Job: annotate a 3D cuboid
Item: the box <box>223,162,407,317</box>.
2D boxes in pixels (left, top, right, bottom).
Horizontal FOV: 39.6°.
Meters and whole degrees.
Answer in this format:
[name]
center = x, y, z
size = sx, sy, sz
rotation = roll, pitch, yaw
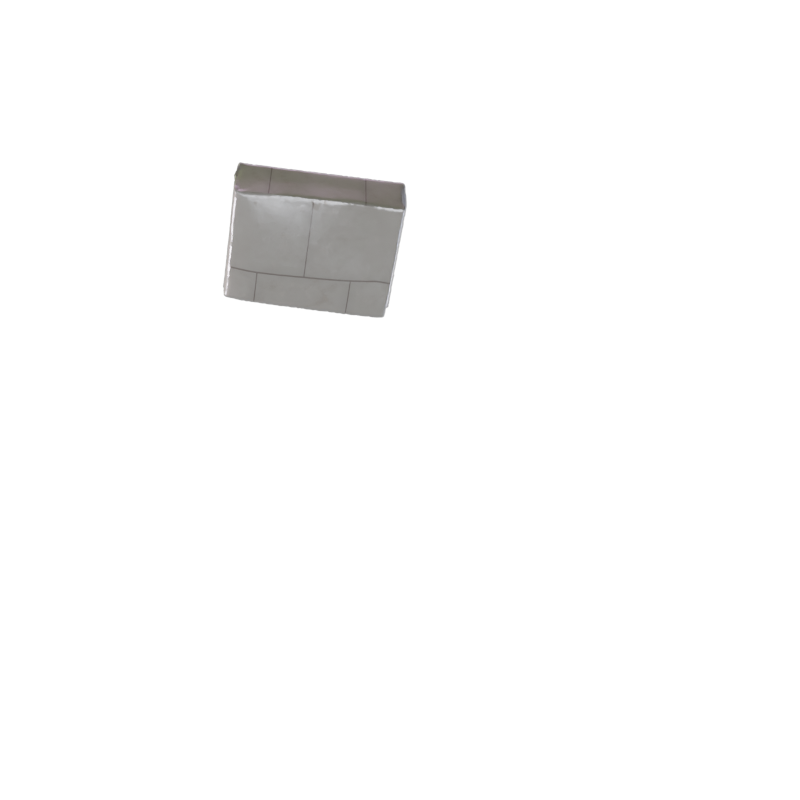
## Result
[box]
center = -0.058, -0.105, 0.735
size = 0.113, 0.085, 0.042
rotation = 6, 36, -5
